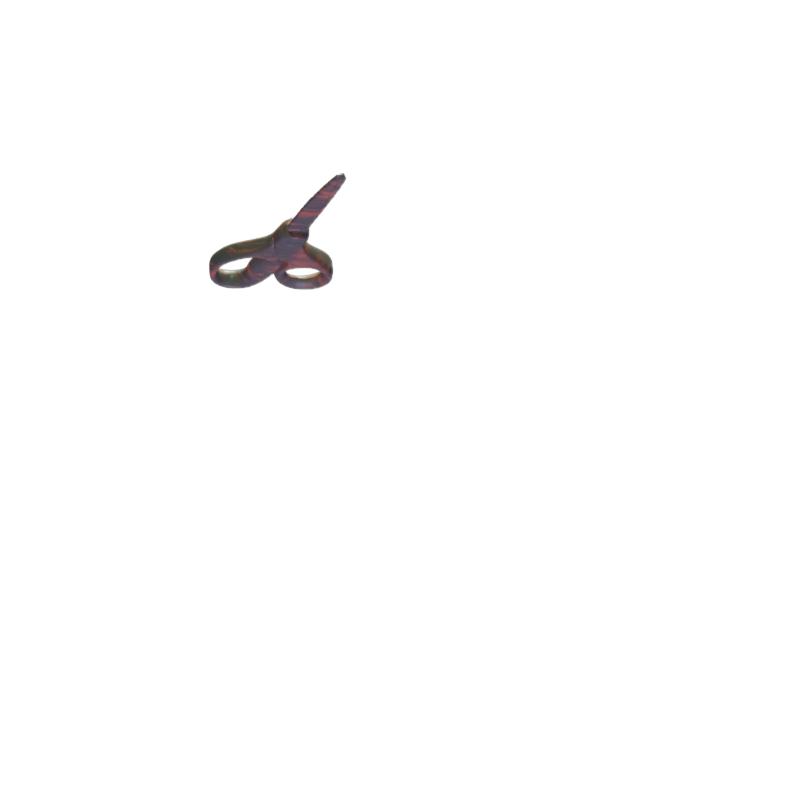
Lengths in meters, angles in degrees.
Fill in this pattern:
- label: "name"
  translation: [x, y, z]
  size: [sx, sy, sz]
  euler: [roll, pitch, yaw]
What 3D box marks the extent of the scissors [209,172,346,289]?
- label: "scissors"
  translation: [-0.058, -0.105, 0.736]
  size: [0.092, 0.016, 0.203]
  euler: [9, -16, -35]
